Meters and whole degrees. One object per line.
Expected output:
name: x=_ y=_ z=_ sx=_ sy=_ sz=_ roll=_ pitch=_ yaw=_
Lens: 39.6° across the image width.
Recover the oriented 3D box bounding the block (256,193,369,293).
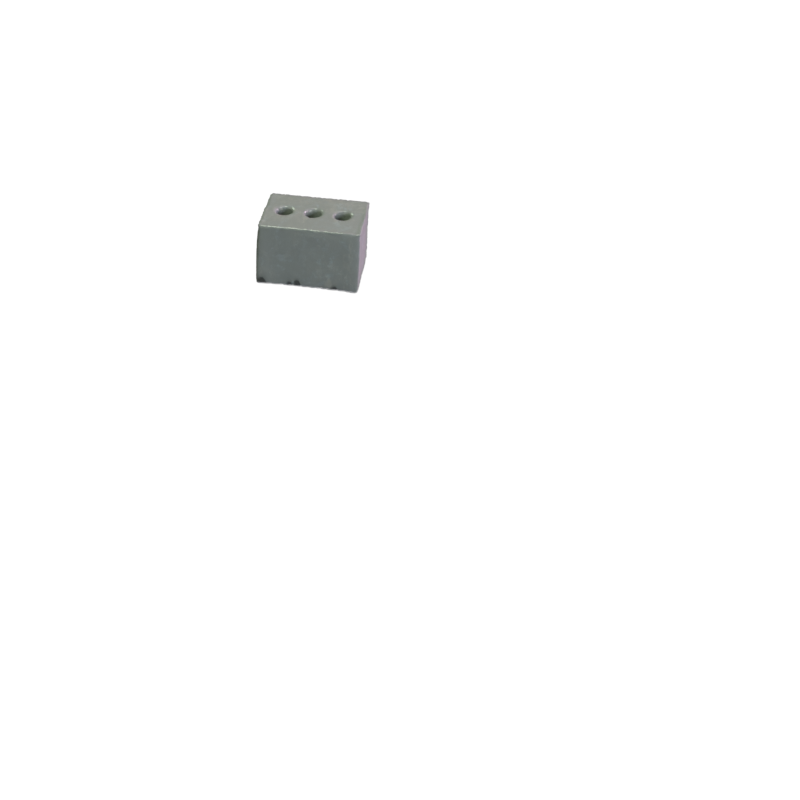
block: x=-0.065 y=-0.118 z=0.829 sx=0.079 sy=0.048 sz=0.056 roll=6 pitch=36 yaw=7
